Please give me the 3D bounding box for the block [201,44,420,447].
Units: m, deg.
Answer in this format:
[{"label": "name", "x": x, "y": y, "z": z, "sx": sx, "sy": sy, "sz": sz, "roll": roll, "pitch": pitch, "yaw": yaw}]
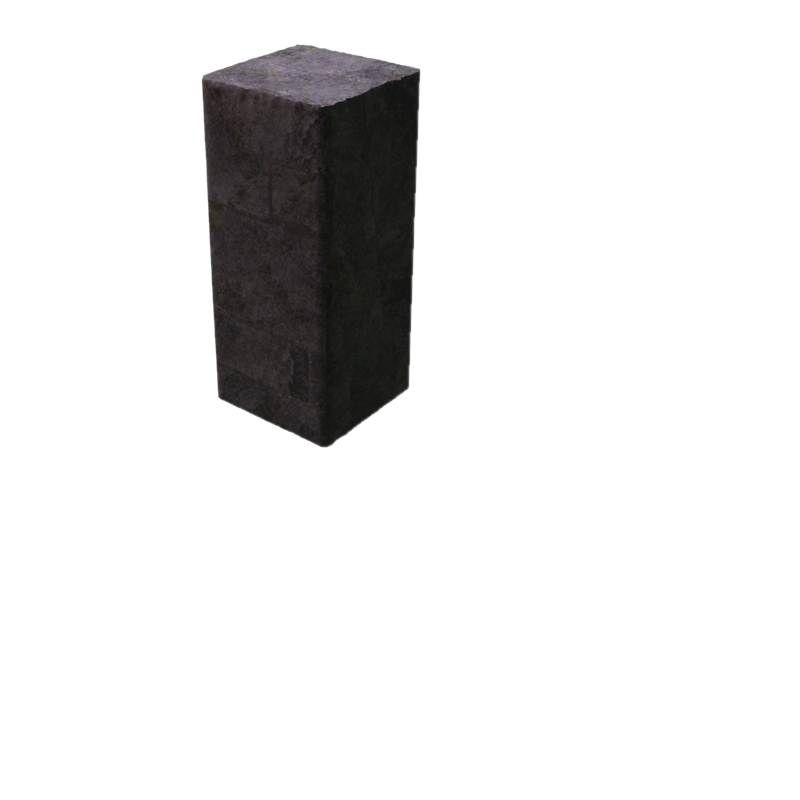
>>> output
[{"label": "block", "x": -0.051, "y": -0.093, "z": 0.649, "sx": 0.096, "sy": 0.195, "sz": 0.090, "roll": 21, "pitch": 33, "yaw": 31}]
